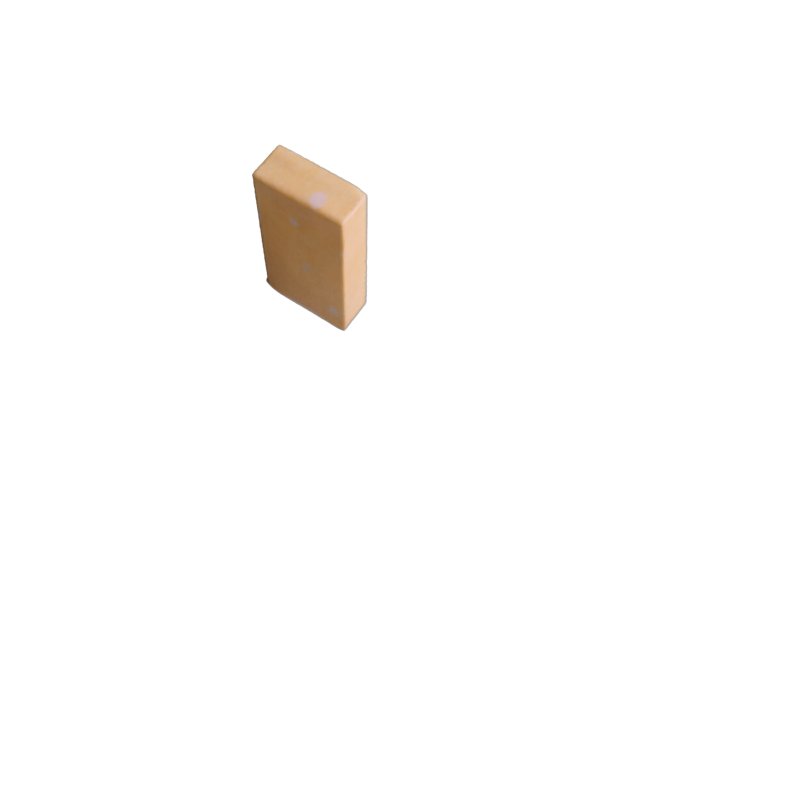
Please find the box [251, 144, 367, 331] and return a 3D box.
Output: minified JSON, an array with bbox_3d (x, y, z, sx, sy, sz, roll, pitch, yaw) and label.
[{"bbox_3d":[-0.075,-0.138,0.966,0.097,0.049,0.166,33,-26,14],"label":"box"}]
